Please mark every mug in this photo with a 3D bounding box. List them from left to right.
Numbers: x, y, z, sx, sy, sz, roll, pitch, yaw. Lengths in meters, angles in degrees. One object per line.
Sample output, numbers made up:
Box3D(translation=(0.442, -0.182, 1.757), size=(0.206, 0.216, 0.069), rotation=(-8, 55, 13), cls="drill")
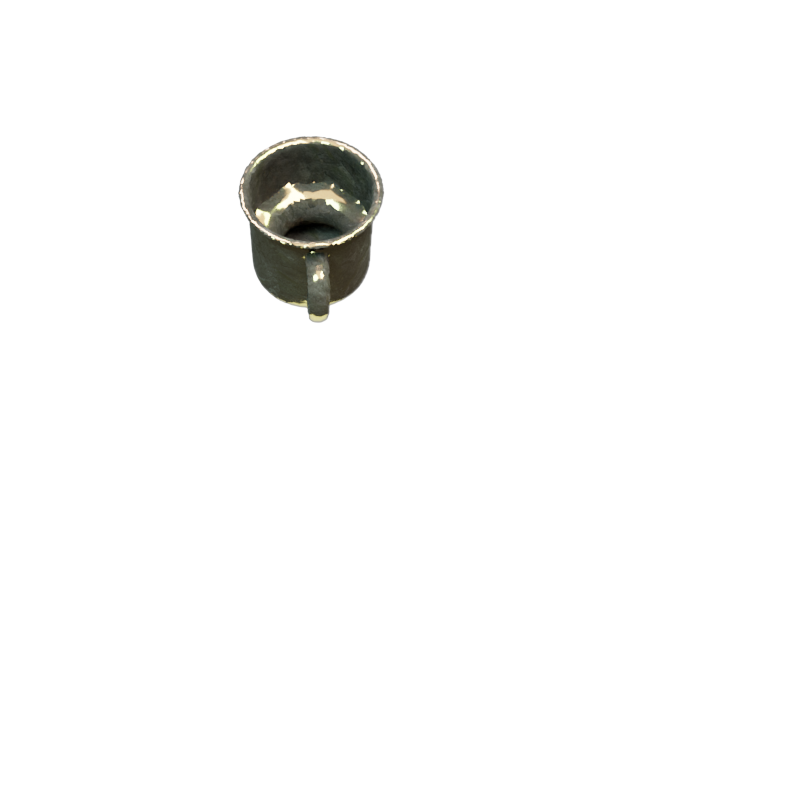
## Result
Box3D(translation=(-0.058, -0.105, 0.735), size=(0.093, 0.126, 0.076), rotation=(-6, -33, -6), cls="mug")
